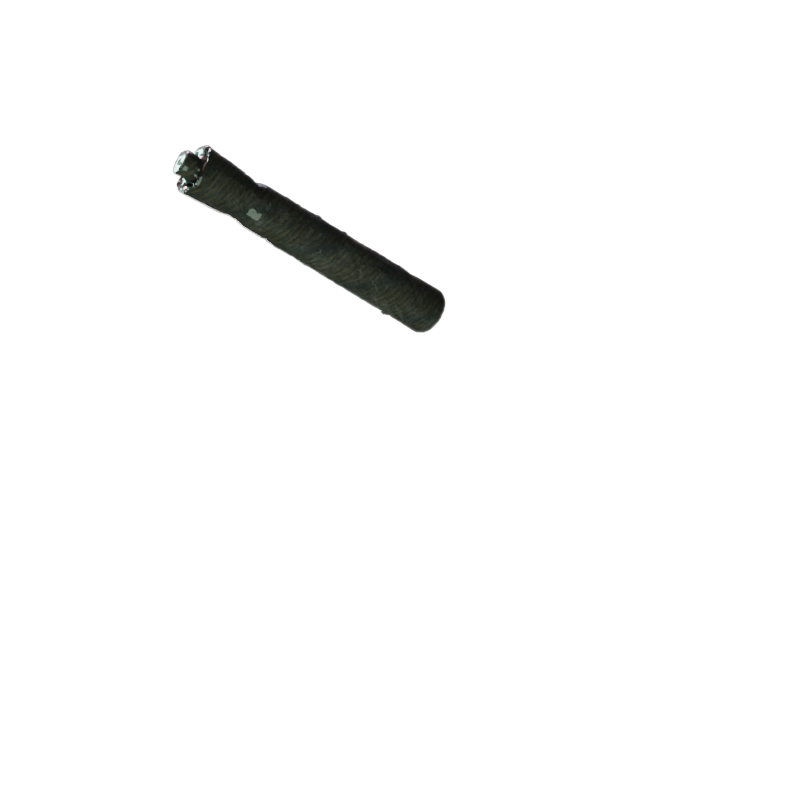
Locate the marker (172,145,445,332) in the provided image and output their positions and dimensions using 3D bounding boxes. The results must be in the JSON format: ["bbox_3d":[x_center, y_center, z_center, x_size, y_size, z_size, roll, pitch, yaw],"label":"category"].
[{"bbox_3d":[-0.032,-0.058,0.405,0.114,0.020,0.020,28,-13,-31],"label":"marker"}]
